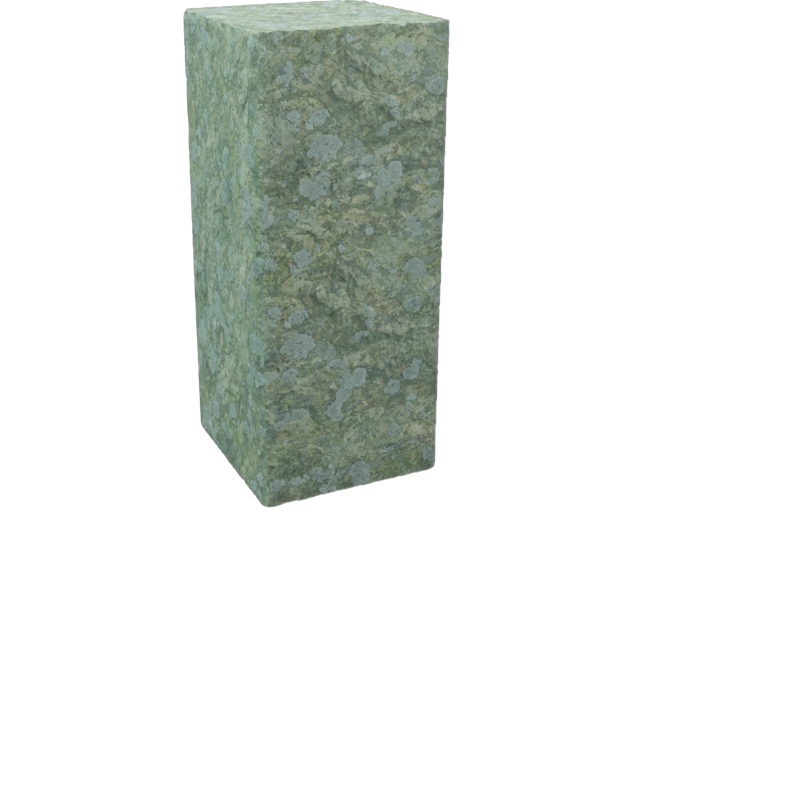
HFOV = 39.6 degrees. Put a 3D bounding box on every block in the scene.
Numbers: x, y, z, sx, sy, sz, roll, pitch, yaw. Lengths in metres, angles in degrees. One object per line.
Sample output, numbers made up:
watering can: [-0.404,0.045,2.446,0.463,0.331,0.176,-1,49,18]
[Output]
block: [-0.040,-0.072,0.504,0.088,0.197,0.097,-9,23,-25]
